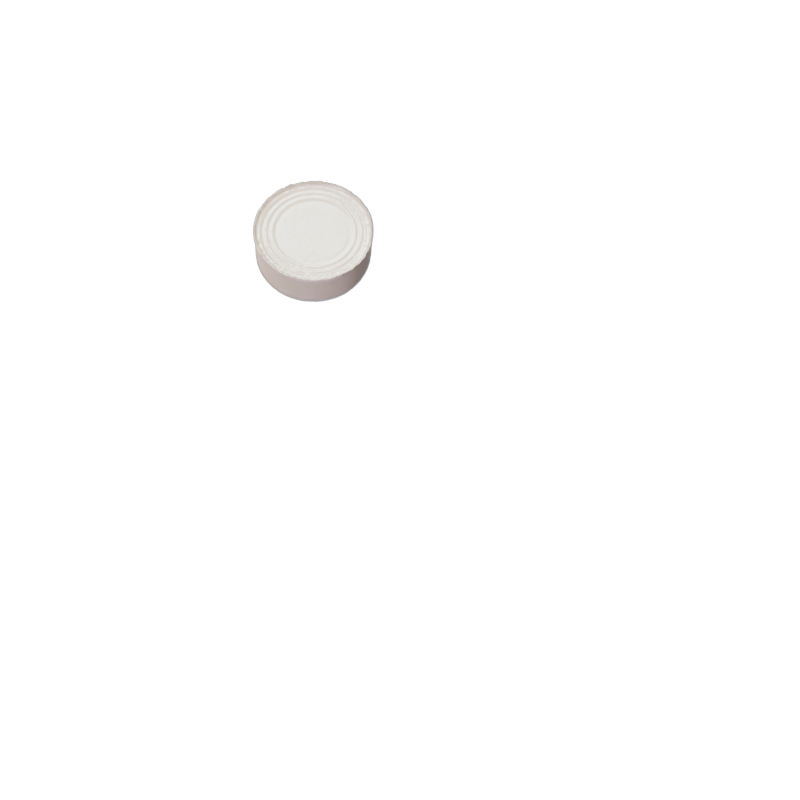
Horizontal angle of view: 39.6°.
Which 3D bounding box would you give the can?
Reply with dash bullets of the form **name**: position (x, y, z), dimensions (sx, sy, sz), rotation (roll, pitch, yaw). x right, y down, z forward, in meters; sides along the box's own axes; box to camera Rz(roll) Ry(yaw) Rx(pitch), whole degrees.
- **can**: position (-0.063, -0.114, 0.799), dimensions (0.086, 0.092, 0.031), rotation (-1, -31, -1)
